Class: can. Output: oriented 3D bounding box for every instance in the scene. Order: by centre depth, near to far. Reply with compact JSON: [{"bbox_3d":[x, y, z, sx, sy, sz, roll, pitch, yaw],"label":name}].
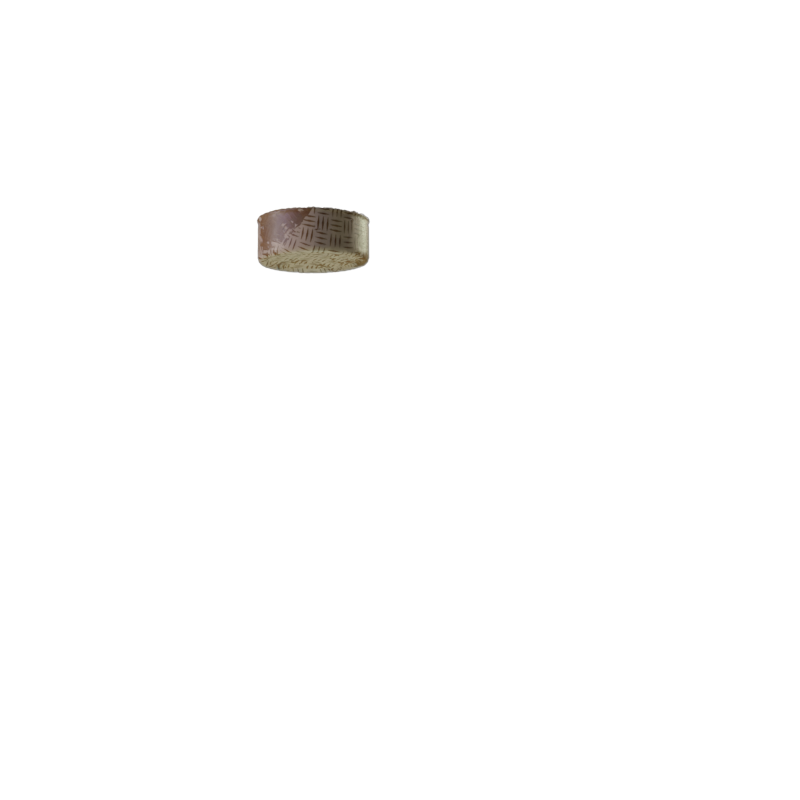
[{"bbox_3d":[-0.066,-0.120,0.839,0.086,0.034,0.084,0,-6,-2],"label":"can"}]
